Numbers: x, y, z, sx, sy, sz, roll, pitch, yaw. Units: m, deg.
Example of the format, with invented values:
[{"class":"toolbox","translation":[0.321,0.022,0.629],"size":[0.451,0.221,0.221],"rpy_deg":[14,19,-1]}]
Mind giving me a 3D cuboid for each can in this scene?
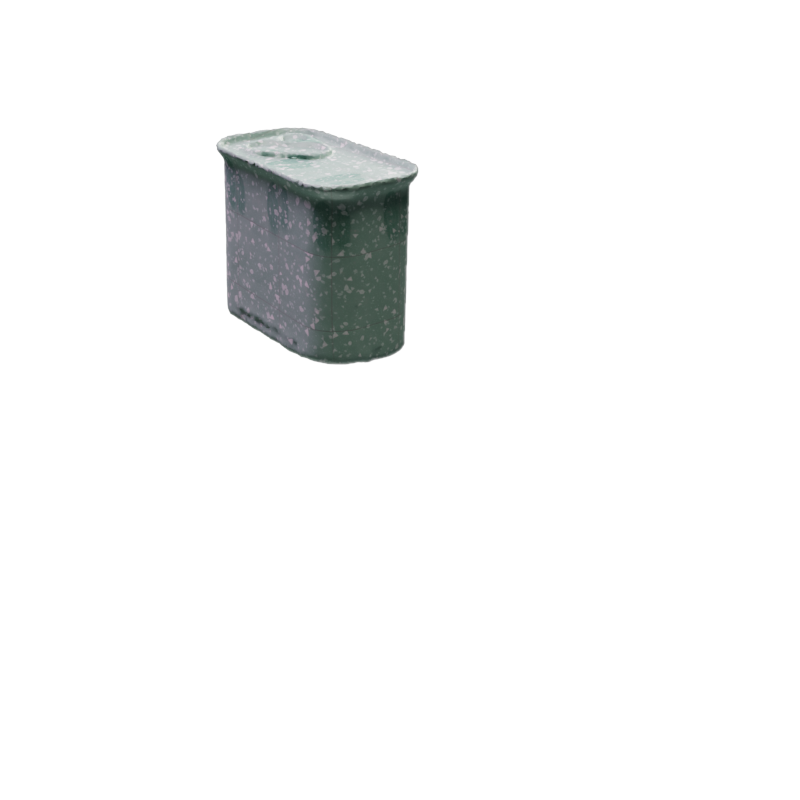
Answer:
[{"class":"can","translation":[-0.040,-0.072,0.507],"size":[0.056,0.080,0.109],"rpy_deg":[-15,28,-33]}]
